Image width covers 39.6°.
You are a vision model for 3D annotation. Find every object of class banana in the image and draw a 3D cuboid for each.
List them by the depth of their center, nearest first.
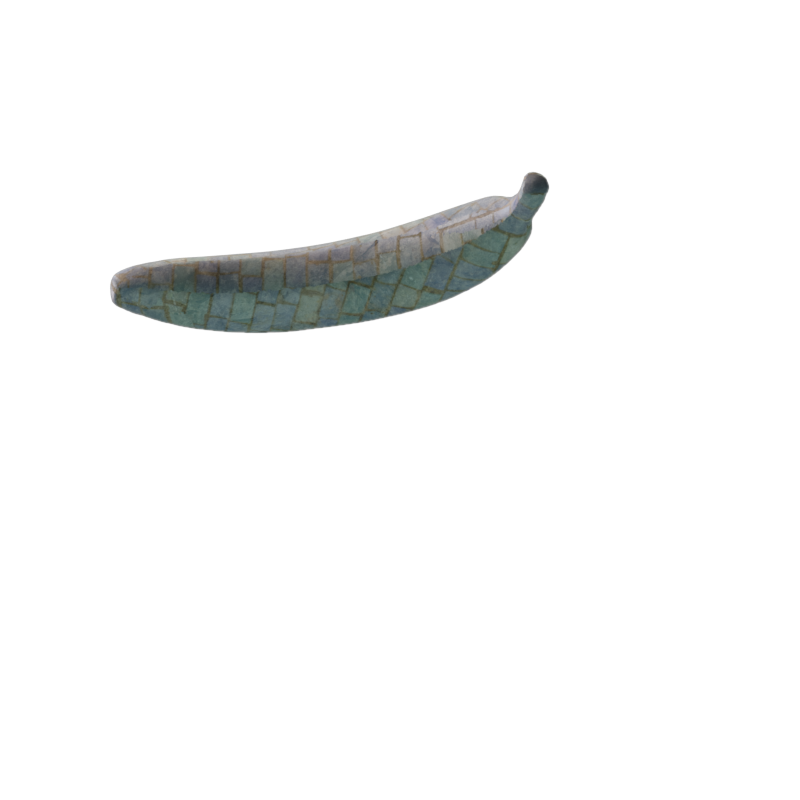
[{"bbox_3d":[-0.027,-0.060,0.484,0.200,0.039,0.064,-12,-35,18],"label":"banana"}]
